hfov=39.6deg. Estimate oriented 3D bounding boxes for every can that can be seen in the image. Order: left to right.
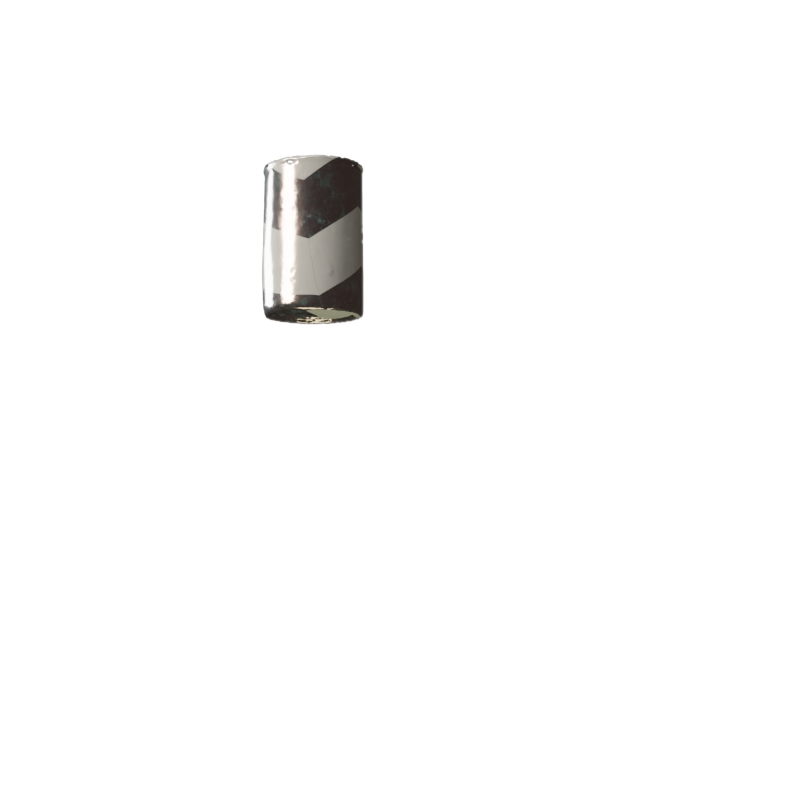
[{"bbox_3d":[-0.058,-0.106,0.743,0.068,0.105,0.067,0,-10,-2],"label":"can"}]
